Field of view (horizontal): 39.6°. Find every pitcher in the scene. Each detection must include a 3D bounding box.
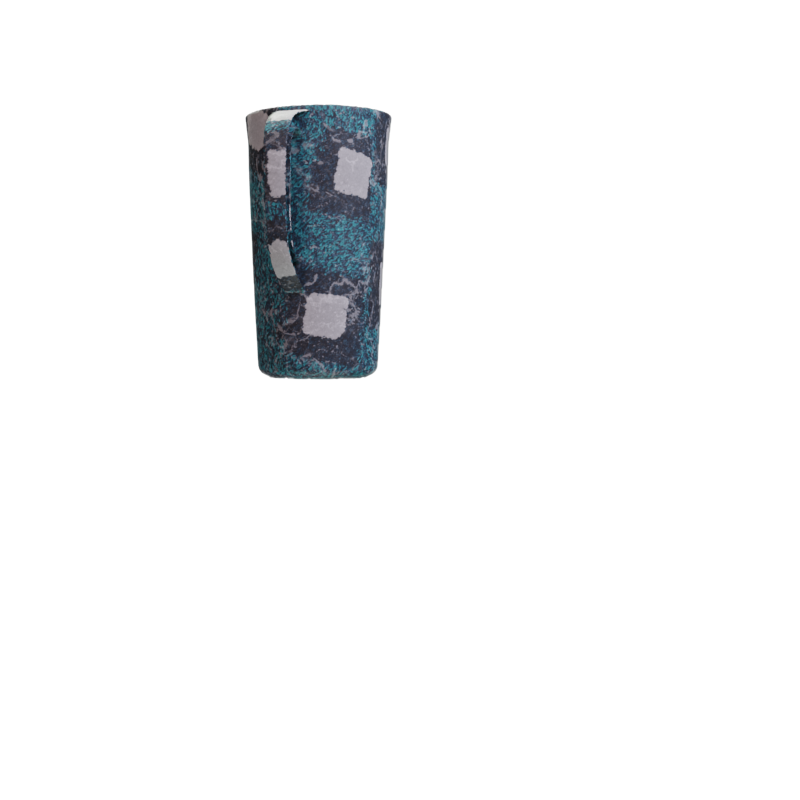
[{"bbox_3d":[-0.078,-0.142,0.997,0.144,0.245,0.149,1,-3,-28],"label":"pitcher"}]
